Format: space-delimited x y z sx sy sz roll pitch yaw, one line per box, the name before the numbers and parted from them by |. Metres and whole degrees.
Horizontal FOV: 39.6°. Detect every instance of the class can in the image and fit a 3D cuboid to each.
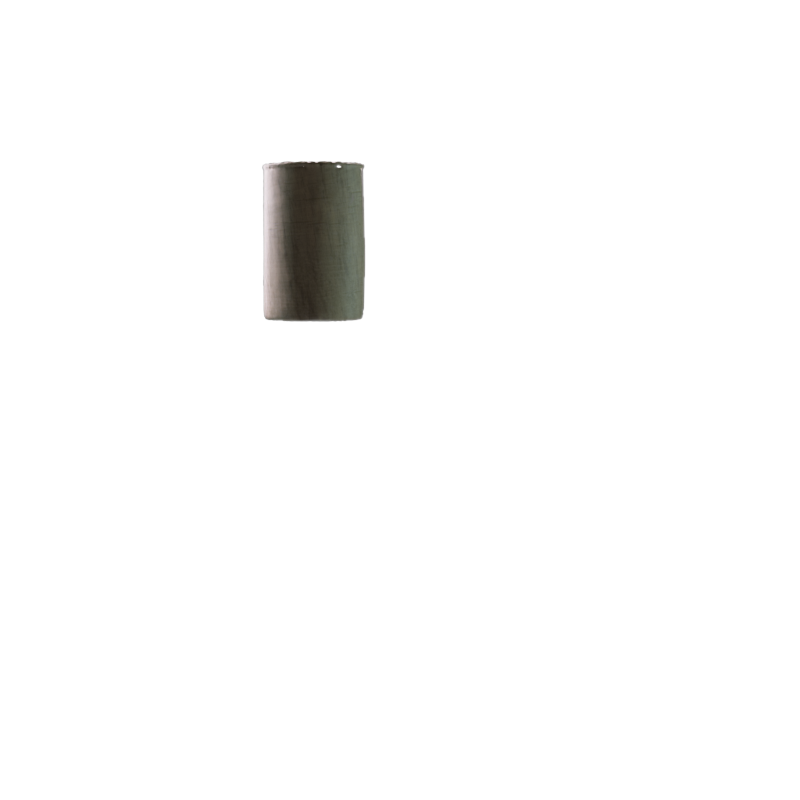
can | -0.057 -0.105 0.734 0.068 0.102 0.069 0 2 -2
